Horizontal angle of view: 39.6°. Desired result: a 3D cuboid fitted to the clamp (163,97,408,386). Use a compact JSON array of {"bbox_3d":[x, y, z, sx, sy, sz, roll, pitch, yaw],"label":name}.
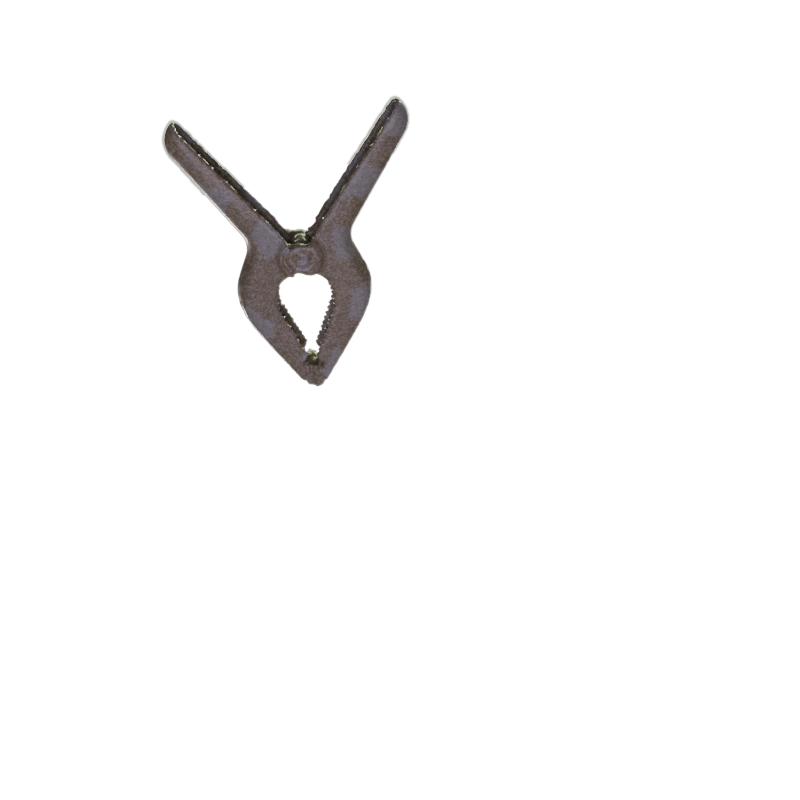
[{"bbox_3d":[-0.061,-0.111,0.776,0.165,0.199,0.038,-11,22,4],"label":"clamp"}]
